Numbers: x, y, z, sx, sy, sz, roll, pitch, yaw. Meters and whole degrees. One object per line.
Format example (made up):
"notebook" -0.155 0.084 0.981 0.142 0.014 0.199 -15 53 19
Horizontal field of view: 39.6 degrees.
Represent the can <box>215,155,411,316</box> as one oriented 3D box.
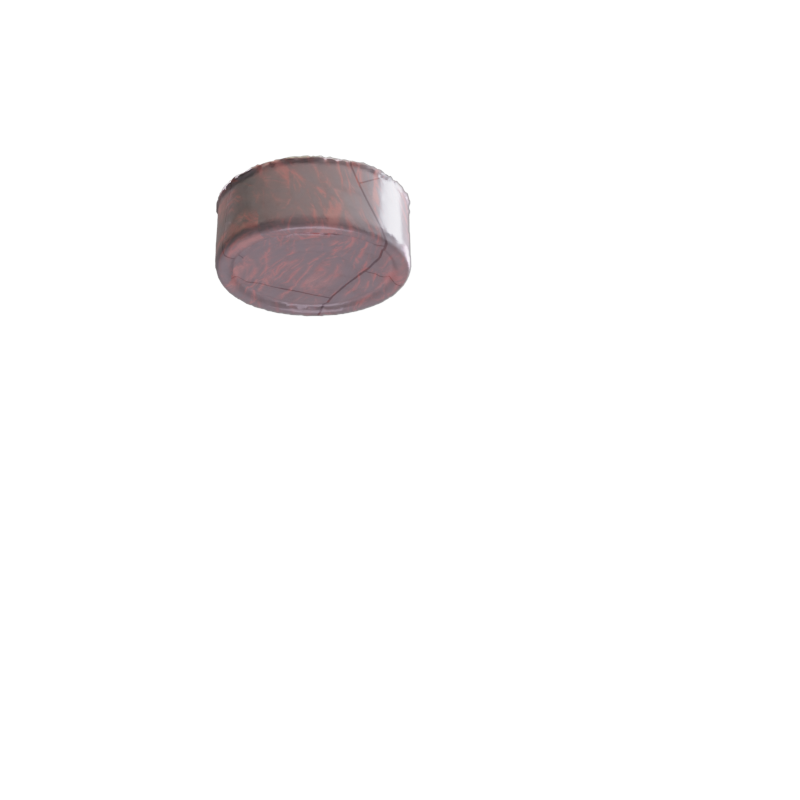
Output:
"can" -0.038 -0.069 0.482 0.086 0.036 0.081 1 -24 -2
